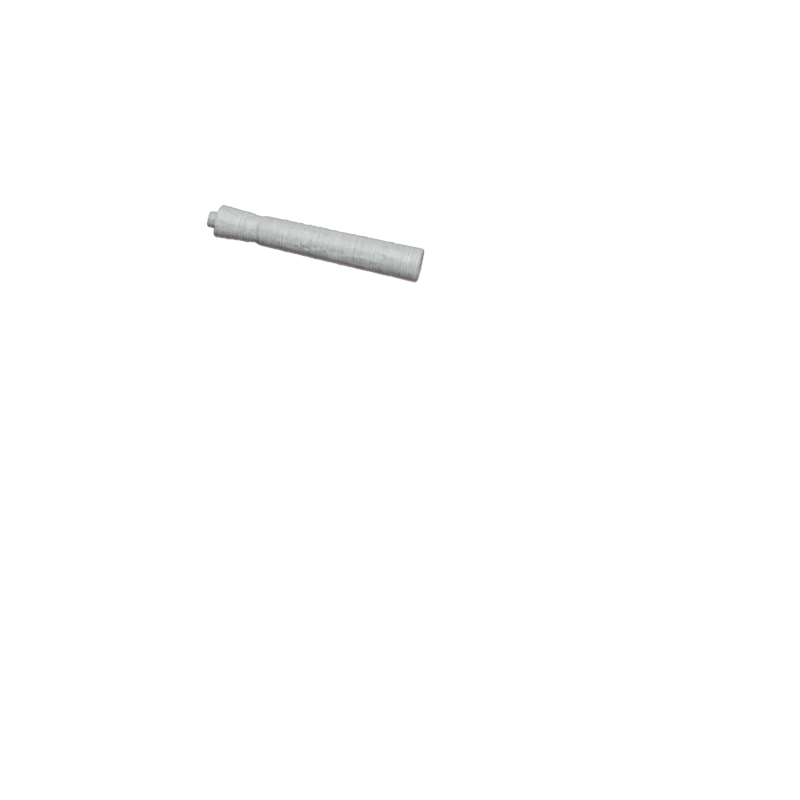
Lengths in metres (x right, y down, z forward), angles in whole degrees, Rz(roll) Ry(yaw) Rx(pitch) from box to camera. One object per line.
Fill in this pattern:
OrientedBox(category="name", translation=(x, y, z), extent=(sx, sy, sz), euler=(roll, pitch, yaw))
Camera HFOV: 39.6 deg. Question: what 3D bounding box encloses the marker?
OrientedBox(category="marker", translation=(-0.048, -0.087, 0.610), extent=(0.123, 0.020, 0.020), euler=(14, 6, 10))
